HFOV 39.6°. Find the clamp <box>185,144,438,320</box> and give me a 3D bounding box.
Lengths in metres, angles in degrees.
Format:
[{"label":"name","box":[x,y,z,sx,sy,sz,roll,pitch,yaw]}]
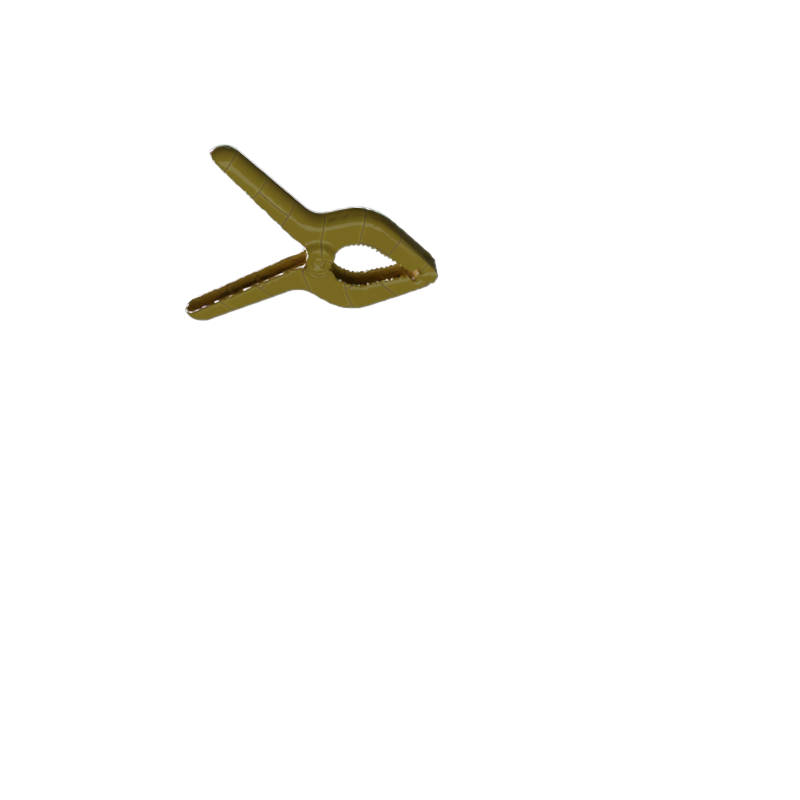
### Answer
[{"label":"clamp","box":[-0.072,-0.131,0.915,0.209,0.155,0.039,4,34,-3]}]
